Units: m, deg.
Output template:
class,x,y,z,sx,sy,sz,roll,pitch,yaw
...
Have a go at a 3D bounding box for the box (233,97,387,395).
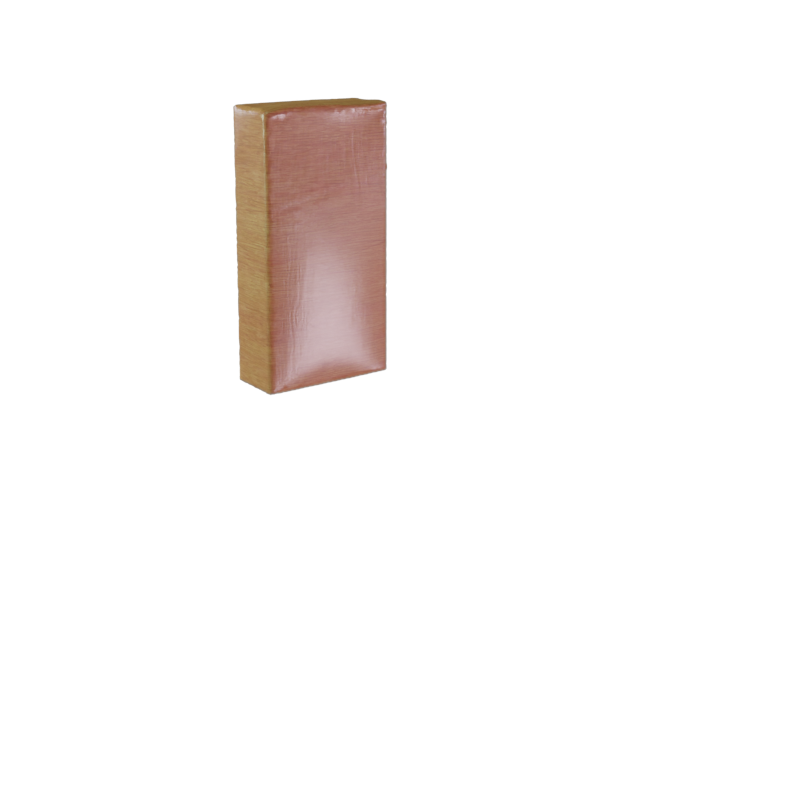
class,x,y,z,sx,sy,sz,roll,pitch,yaw
box,-0.055,-0.100,0.699,0.091,0.170,0.051,-10,18,-35
